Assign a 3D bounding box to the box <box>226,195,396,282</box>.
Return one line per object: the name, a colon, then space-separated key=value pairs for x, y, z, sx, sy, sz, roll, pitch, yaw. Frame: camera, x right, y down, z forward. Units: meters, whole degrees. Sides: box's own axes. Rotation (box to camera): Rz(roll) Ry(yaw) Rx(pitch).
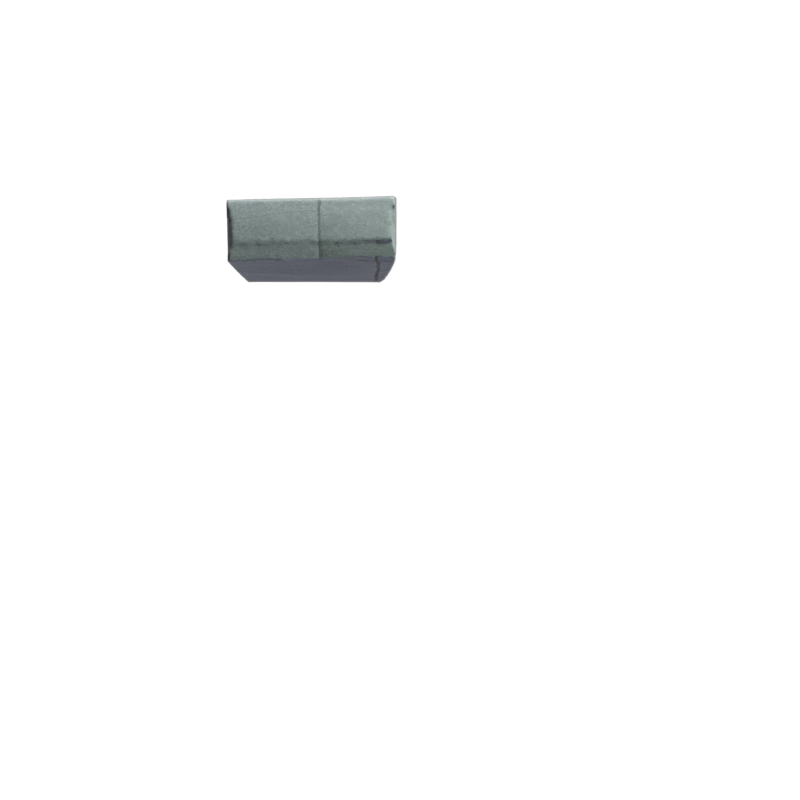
box: x=-0.049 y=-0.090 z=0.629 sx=0.090 sy=0.039 sz=0.112 roll=0 pitch=-2 yaw=-2
